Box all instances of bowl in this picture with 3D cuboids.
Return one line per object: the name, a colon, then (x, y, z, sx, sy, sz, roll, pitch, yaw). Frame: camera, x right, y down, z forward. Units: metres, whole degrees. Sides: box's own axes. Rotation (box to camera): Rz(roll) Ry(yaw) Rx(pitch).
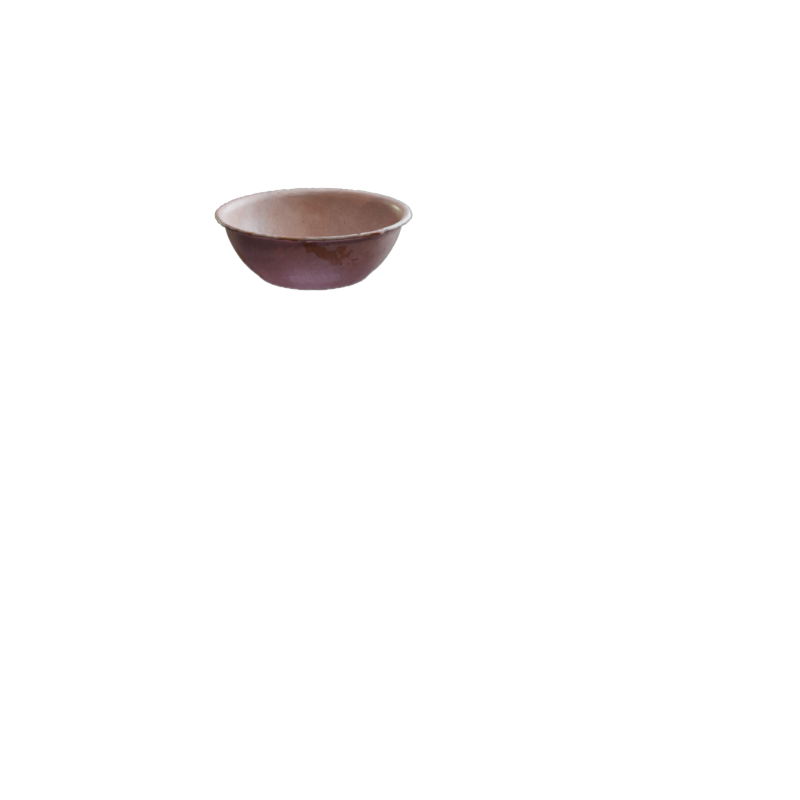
bowl: (-0.071, -0.130, 0.912, 0.162, 0.053, 0.170, -1, 23, -2)
